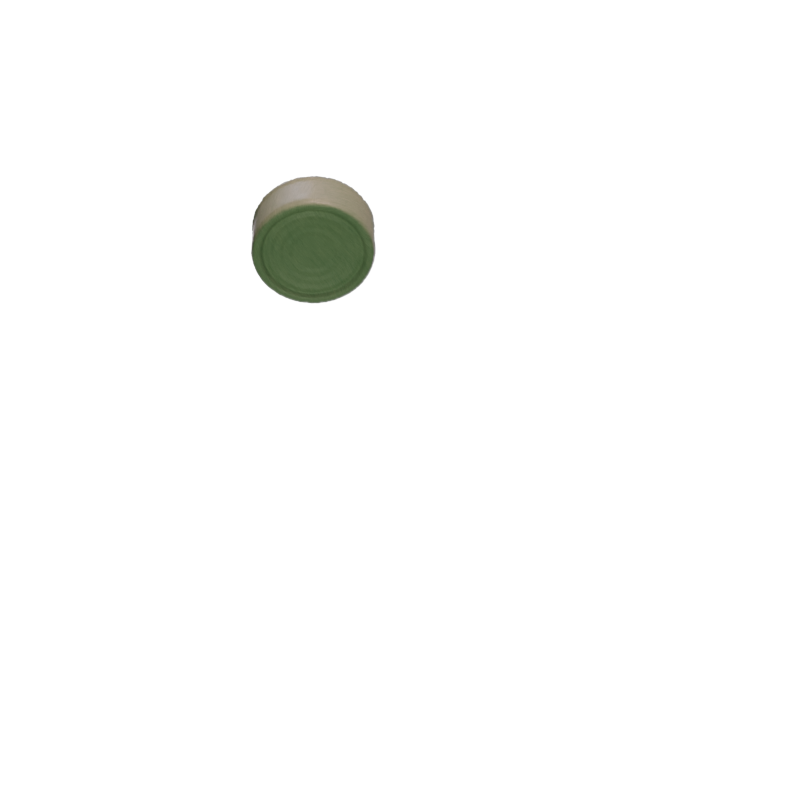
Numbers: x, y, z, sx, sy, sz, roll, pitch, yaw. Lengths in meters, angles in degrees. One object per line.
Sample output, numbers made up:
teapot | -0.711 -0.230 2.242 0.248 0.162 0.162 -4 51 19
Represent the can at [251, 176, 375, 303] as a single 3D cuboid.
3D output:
can | -0.060 -0.109 0.763 0.086 0.080 0.036 1 37 -1
